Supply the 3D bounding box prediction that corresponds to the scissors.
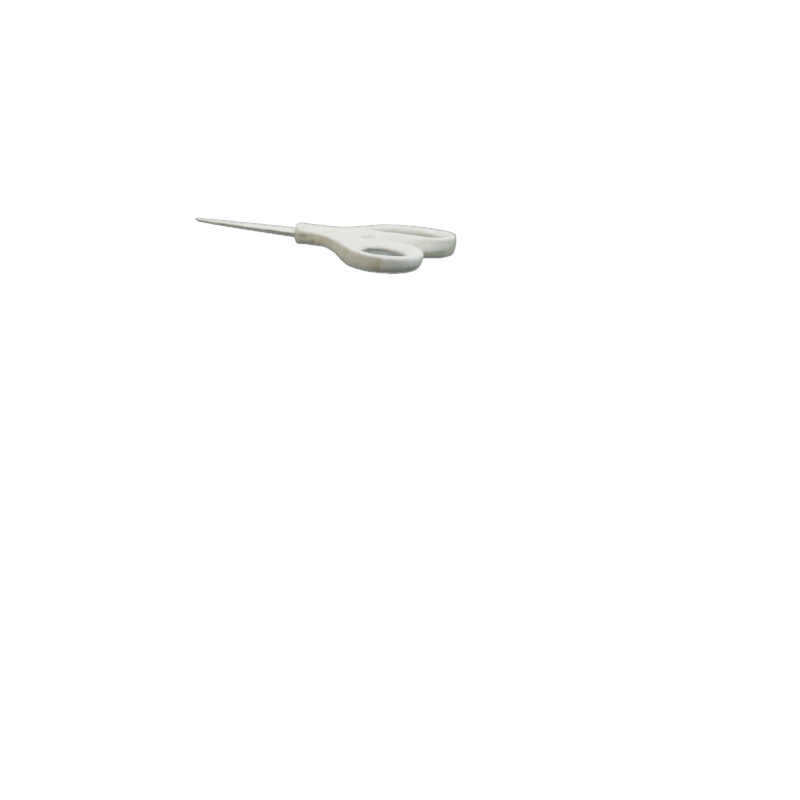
[{"bbox_3d":[-0.062,-0.114,0.795,0.205,0.015,0.099,4,23,9],"label":"scissors"}]
